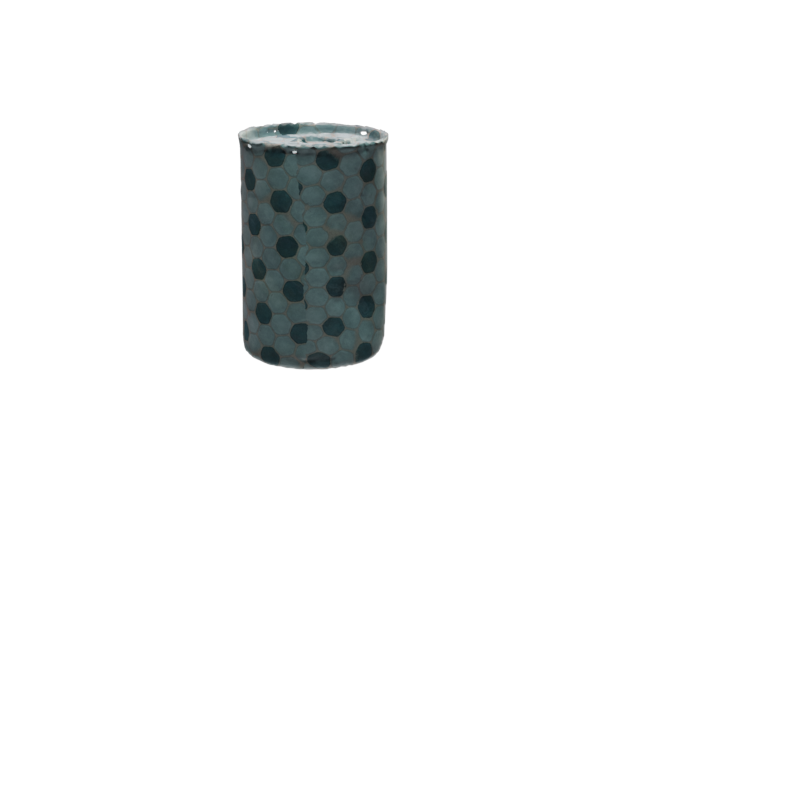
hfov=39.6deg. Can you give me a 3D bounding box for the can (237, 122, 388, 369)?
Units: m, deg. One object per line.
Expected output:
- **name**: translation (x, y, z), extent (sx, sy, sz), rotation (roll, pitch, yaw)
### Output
- **can**: translation (-0.040, -0.073, 0.513), extent (0.068, 0.098, 0.071), rotation (0, 17, -2)
